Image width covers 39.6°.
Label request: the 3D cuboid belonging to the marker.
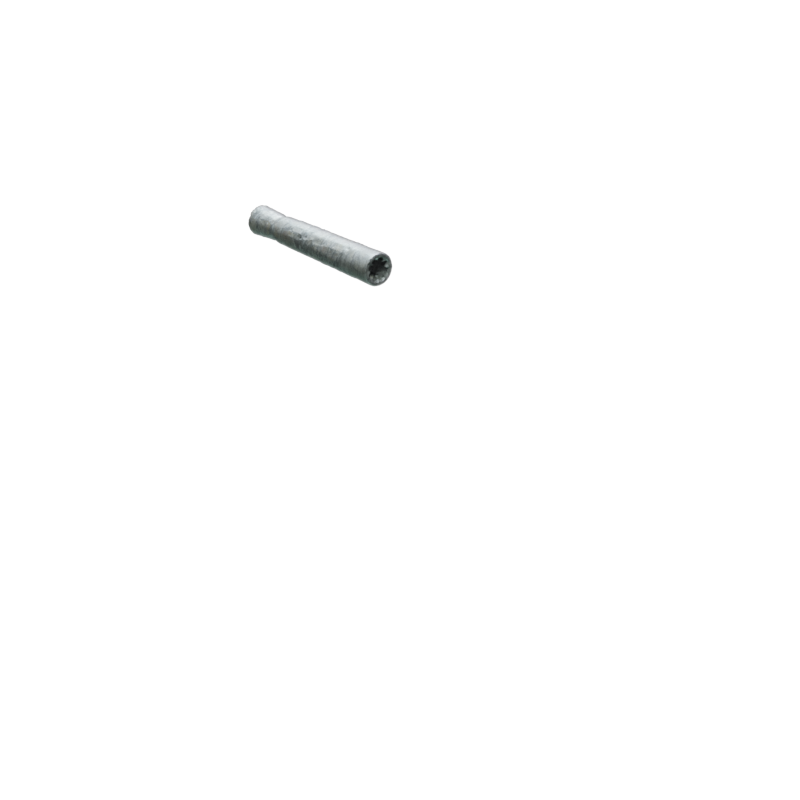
[{"bbox_3d":[-0.050,-0.091,0.635,0.019,0.019,0.129,-3,21,-38],"label":"marker"}]
